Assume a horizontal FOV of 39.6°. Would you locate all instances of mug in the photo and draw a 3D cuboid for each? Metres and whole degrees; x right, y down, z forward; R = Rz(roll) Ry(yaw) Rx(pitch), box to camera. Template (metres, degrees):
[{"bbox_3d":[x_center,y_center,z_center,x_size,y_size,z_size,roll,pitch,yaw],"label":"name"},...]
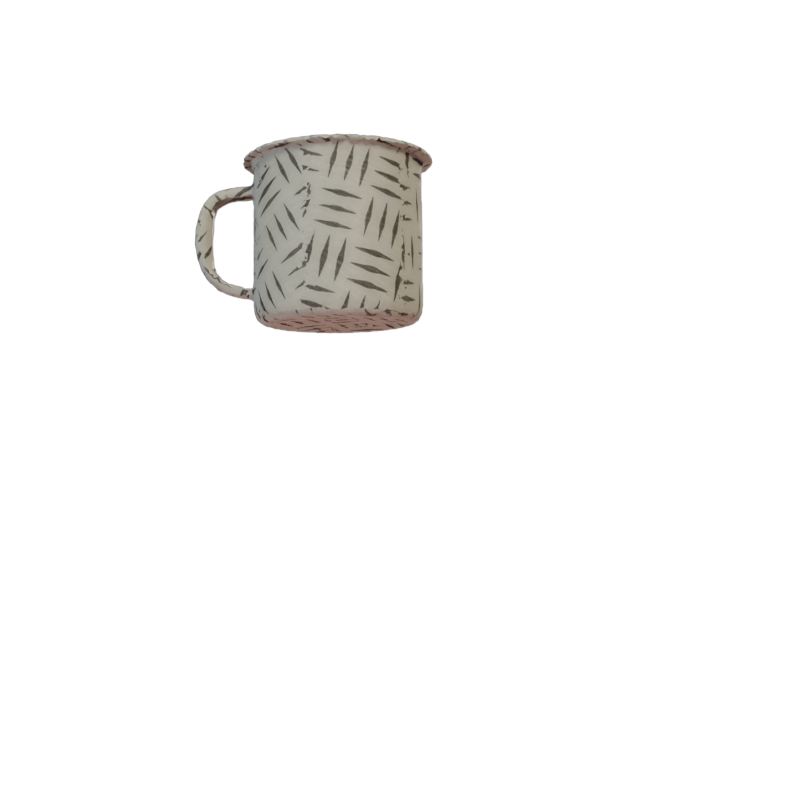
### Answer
[{"bbox_3d":[-0.042,-0.077,0.540,0.118,0.083,0.091,-1,-7,2],"label":"mug"}]
